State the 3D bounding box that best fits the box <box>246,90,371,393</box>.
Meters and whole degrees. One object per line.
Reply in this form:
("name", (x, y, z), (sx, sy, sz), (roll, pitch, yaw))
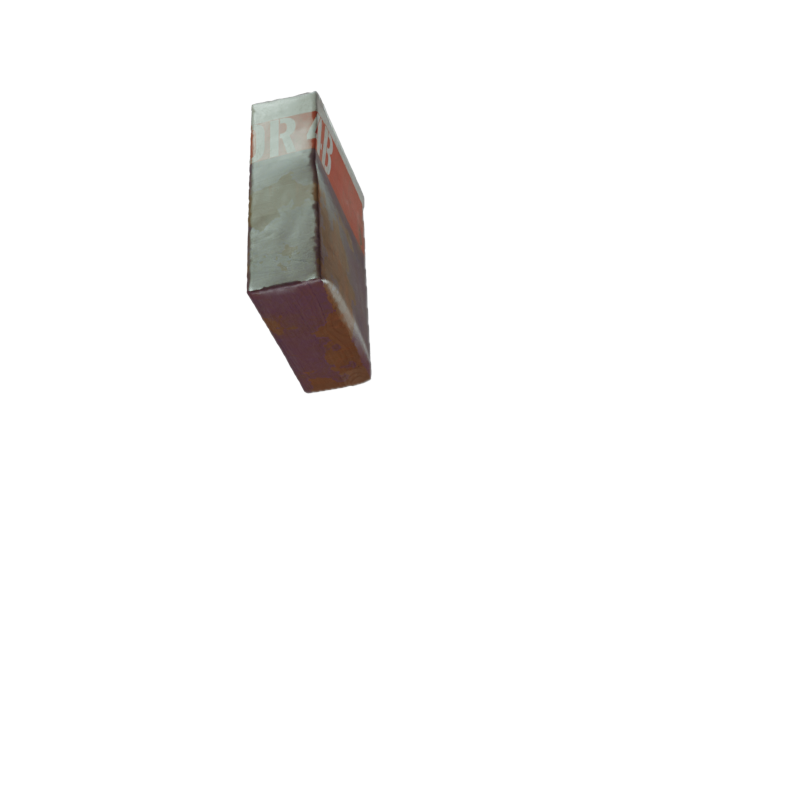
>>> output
("box", (-0.077, -0.140, 0.983), (0.072, 0.229, 0.151), (-11, -36, 11))
